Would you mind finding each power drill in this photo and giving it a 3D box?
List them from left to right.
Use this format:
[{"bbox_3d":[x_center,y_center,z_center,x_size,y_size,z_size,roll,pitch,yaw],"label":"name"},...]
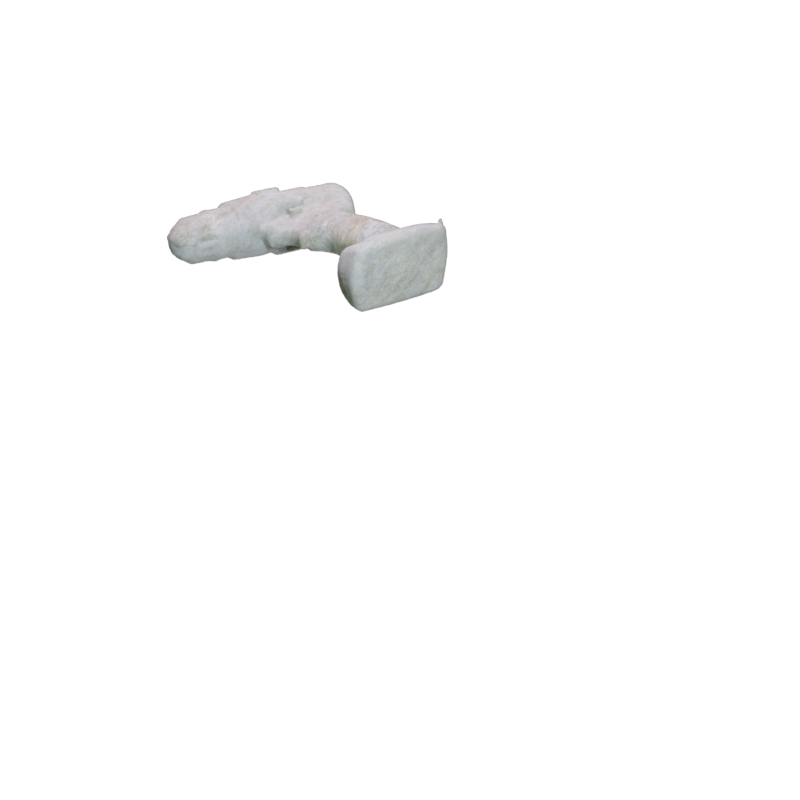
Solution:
[{"bbox_3d":[-0.070,-0.129,0.900,0.182,0.054,0.200,-22,34,-36],"label":"power drill"}]
